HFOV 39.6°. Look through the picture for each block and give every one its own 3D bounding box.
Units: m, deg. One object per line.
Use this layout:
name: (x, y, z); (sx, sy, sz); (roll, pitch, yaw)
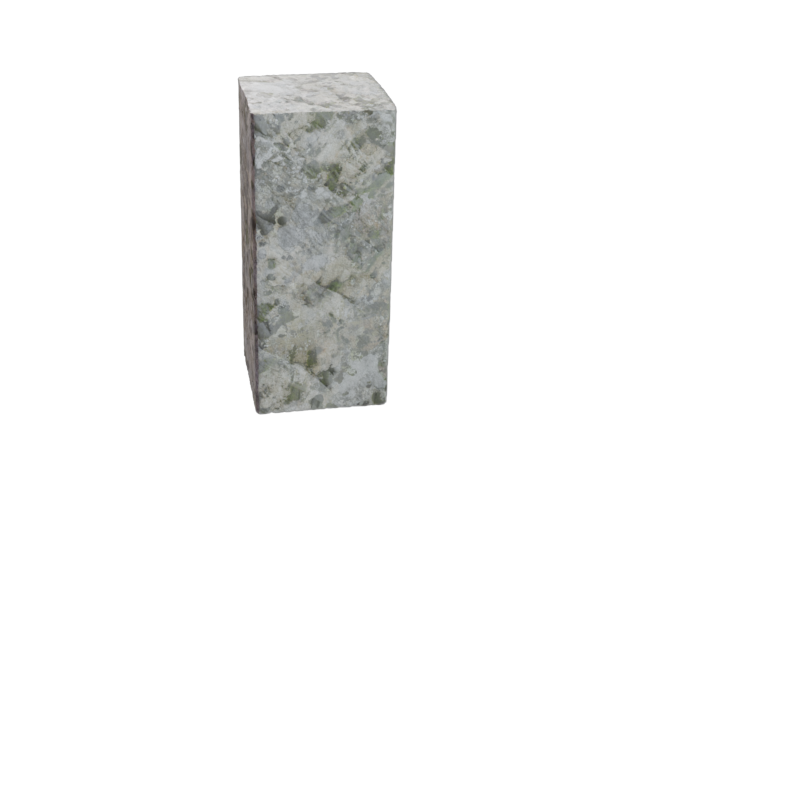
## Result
block: (-0.057, -0.105, 0.736); (0.090, 0.195, 0.096); (-4, 26, -11)
